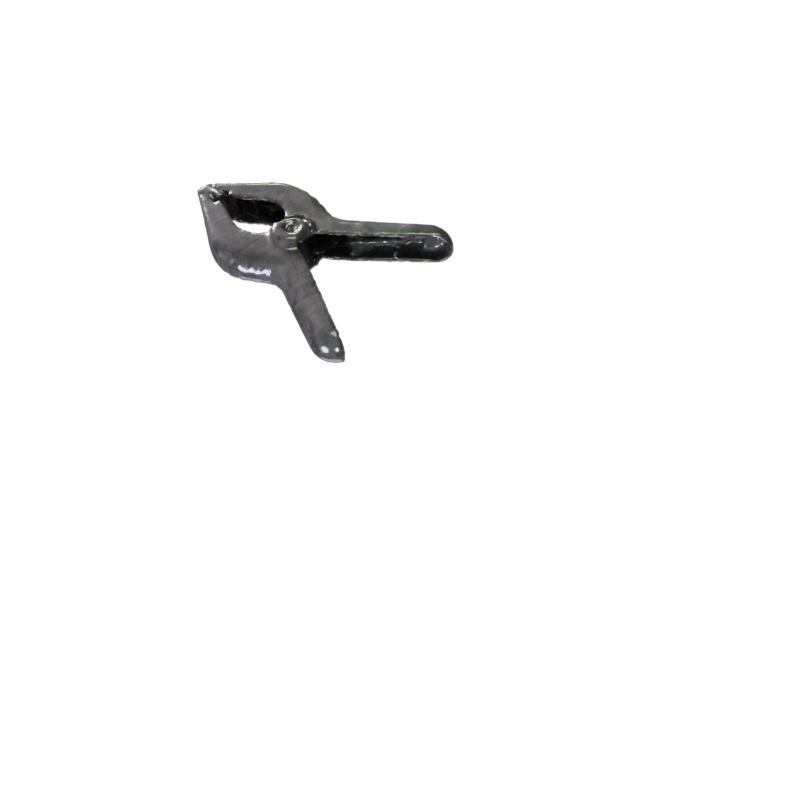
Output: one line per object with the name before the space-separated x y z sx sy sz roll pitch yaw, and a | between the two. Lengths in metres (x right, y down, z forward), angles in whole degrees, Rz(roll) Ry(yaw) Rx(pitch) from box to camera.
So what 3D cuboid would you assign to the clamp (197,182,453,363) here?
clamp | -0.055 -0.101 0.705 0.120 0.036 0.184 -32 53 -28
